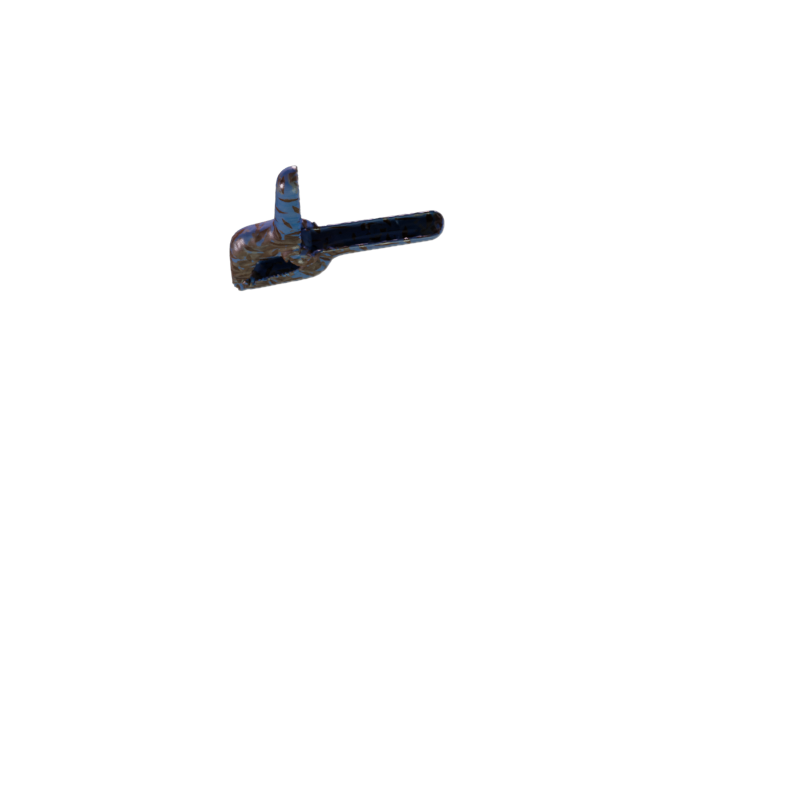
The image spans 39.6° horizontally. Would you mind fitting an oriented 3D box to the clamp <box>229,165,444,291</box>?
[{"bbox_3d":[-0.076,-0.138,0.967,0.157,0.038,0.209,11,-20,-31],"label":"clamp"}]
